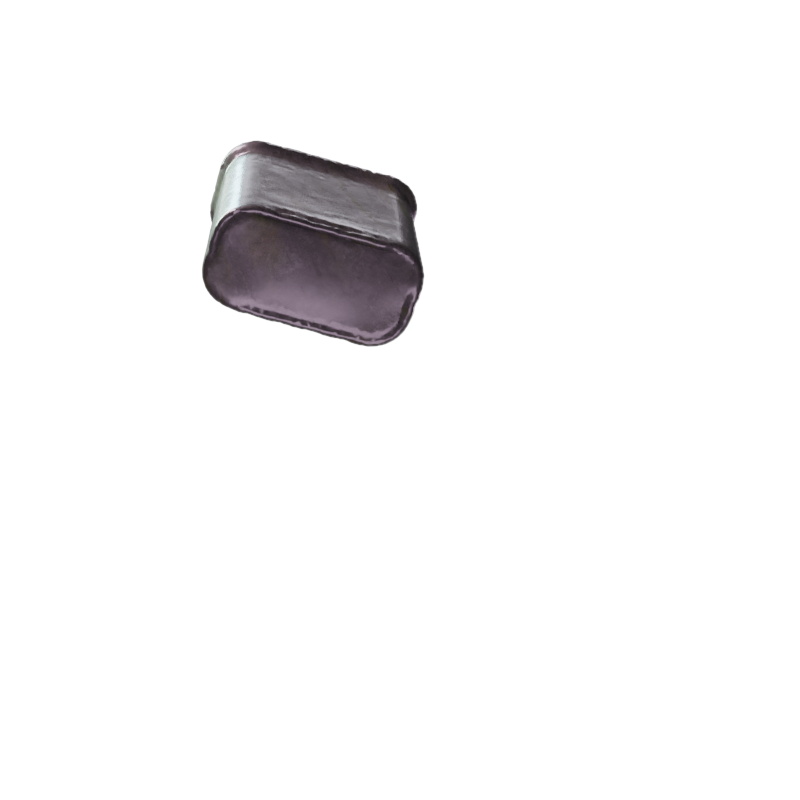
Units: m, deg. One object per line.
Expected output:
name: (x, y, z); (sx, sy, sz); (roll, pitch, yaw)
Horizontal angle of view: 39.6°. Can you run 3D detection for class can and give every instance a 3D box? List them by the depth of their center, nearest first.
can: (-0.041, -0.075, 0.523); (0.100, 0.055, 0.089); (14, 26, -9)
